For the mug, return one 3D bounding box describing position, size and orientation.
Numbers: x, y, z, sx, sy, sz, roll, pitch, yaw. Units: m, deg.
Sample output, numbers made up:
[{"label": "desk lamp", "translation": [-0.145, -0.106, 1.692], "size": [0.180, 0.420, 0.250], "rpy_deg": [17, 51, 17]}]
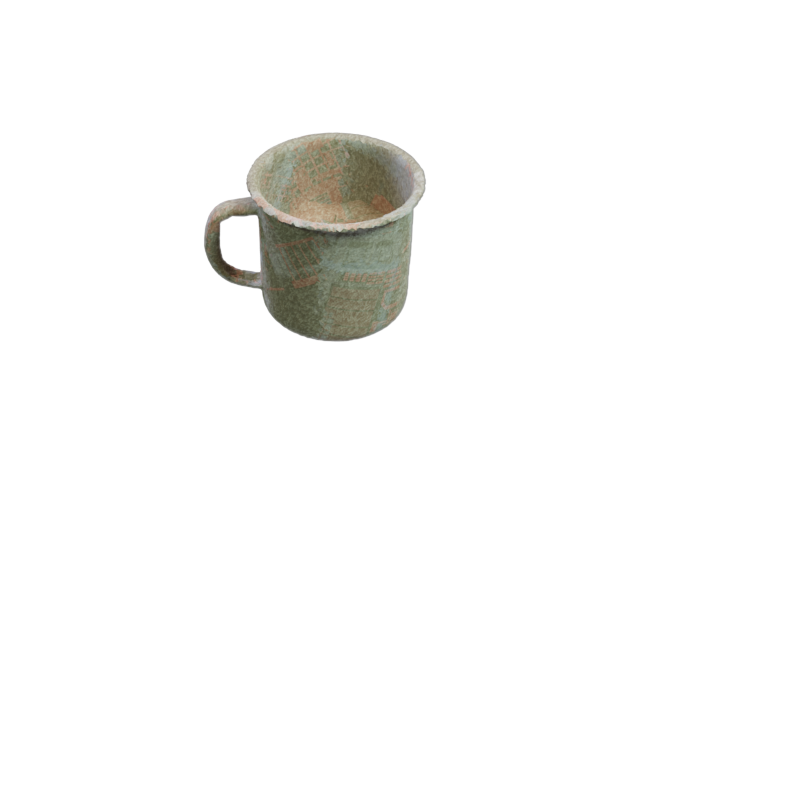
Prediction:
[{"label": "mug", "translation": [-0.047, -0.085, 0.597], "size": [0.116, 0.076, 0.100], "rpy_deg": [-5, 41, -7]}]
